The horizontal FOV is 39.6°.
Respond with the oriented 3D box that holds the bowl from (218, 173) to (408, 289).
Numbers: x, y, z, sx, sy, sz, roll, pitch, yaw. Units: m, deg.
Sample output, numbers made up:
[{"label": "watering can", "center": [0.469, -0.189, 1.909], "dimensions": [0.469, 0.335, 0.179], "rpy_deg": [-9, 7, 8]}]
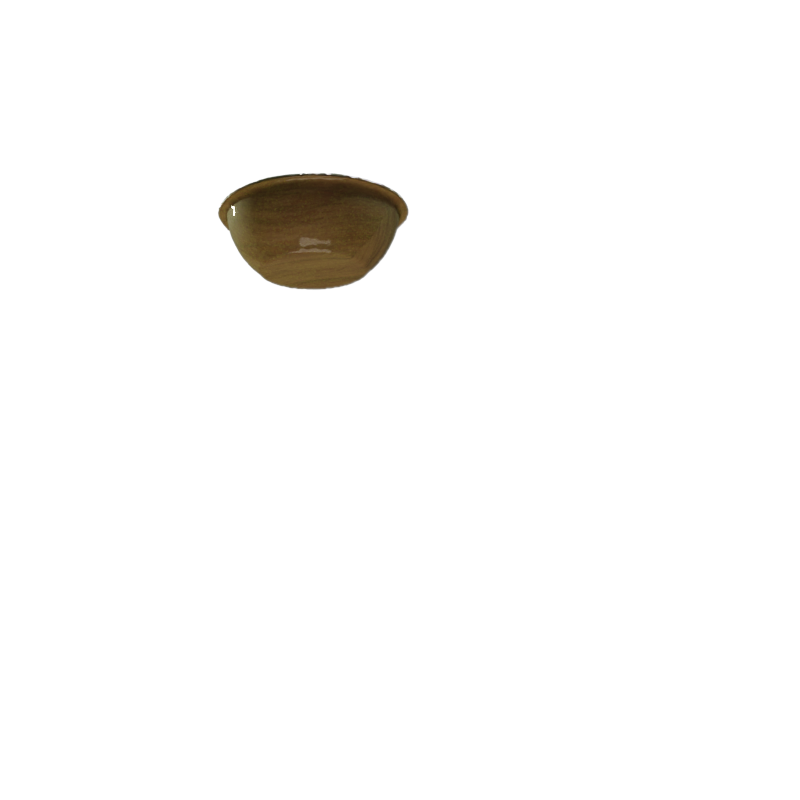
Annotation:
[{"label": "bowl", "center": [-0.073, -0.134, 0.936], "dimensions": [0.162, 0.057, 0.155], "rpy_deg": [0, -15, -2]}]
